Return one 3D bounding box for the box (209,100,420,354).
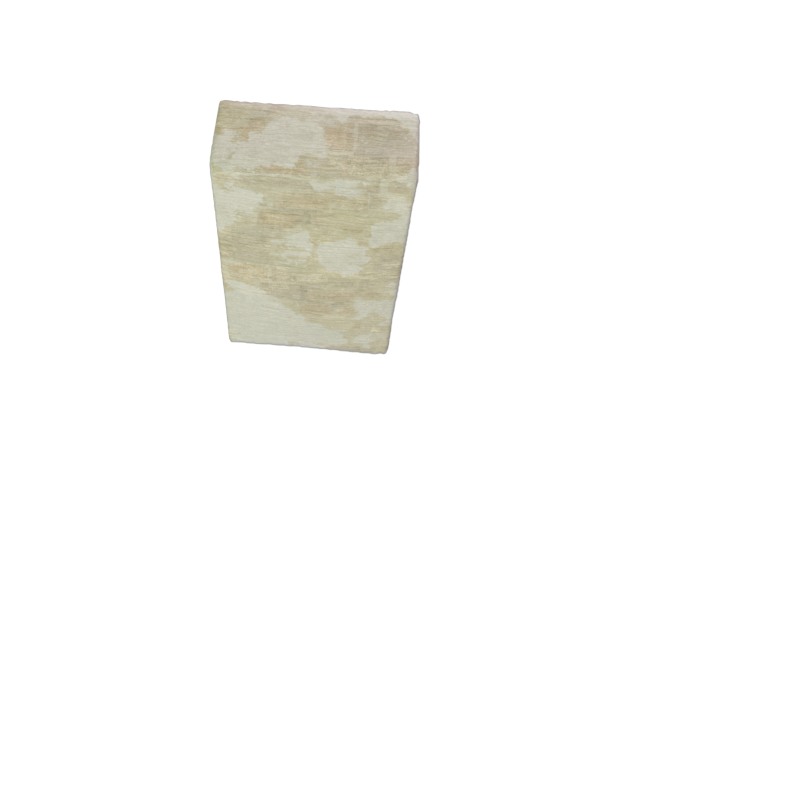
[{"bbox_3d":[-0.044,-0.080,0.559,0.093,0.051,0.167,5,-22,-1],"label":"box"}]
